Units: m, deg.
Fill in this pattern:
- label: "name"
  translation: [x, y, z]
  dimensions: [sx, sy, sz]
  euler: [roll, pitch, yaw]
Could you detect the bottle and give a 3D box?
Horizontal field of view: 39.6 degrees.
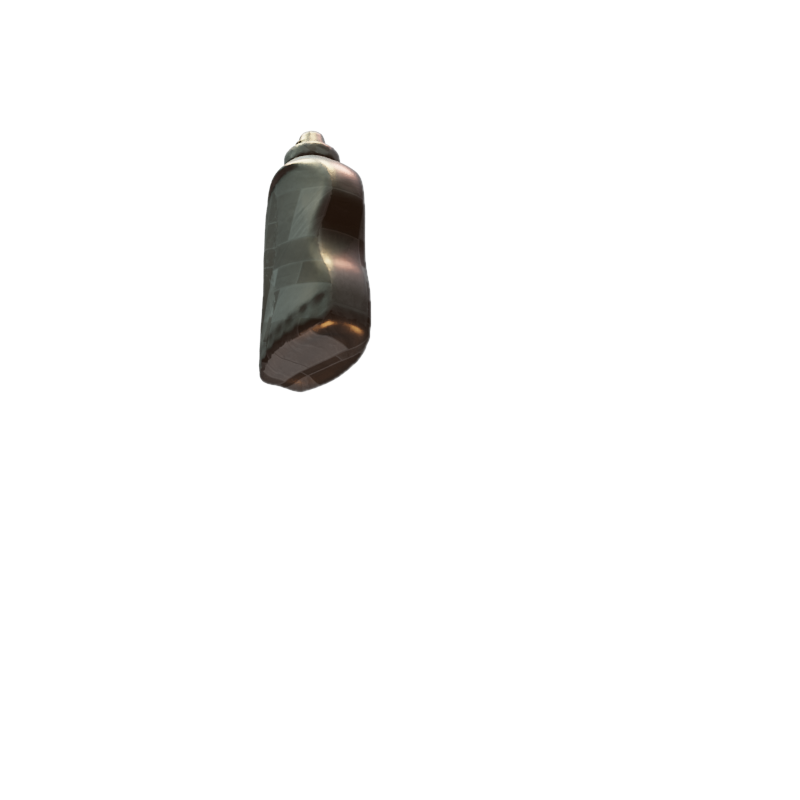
- label: "bottle"
  translation: [-0.060, -0.110, 0.766]
  dimensions: [0.056, 0.205, 0.094]
  euler: [17, -38, -27]
